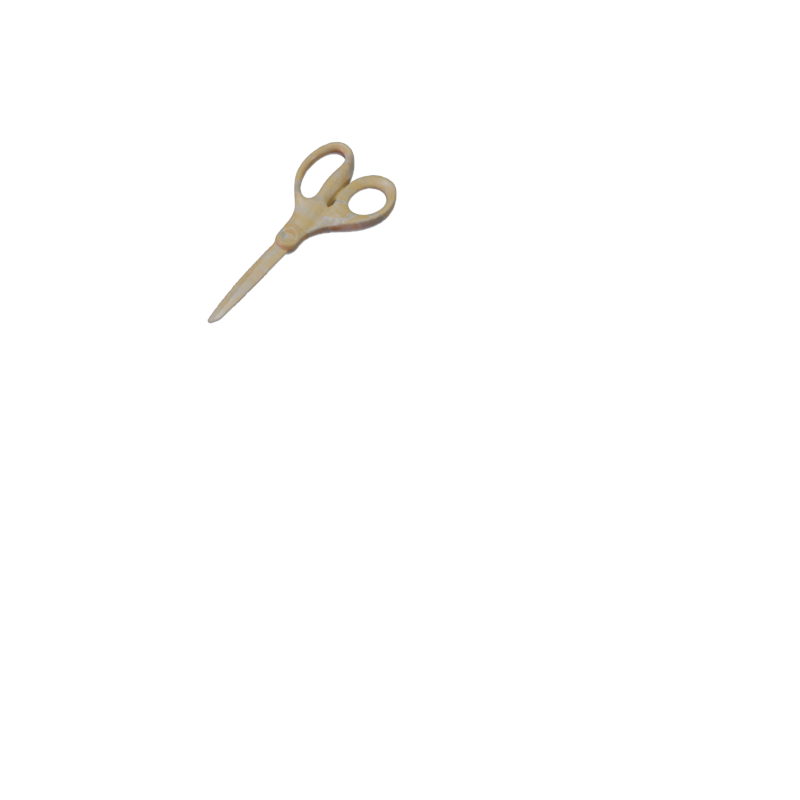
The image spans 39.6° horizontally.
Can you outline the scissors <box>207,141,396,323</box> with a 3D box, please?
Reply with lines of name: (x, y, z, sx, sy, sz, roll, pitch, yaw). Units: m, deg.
scissors: (-0.070, -0.128, 0.897, 0.098, 0.210, 0.015, 17, -30, 10)
